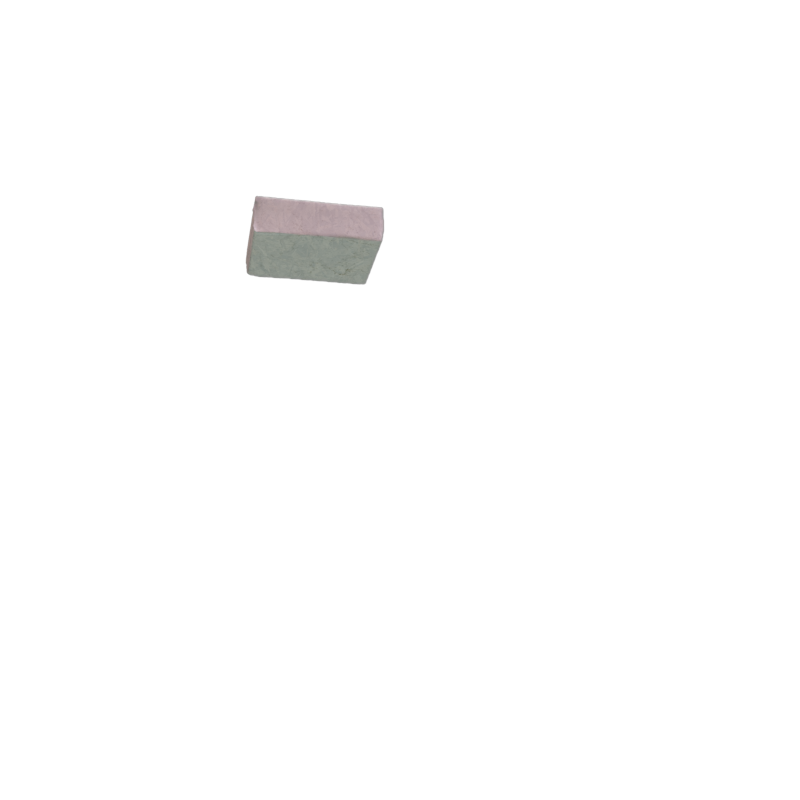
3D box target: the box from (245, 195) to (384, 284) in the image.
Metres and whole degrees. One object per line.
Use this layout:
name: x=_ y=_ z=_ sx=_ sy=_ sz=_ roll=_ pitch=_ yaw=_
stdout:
box: x=-0.076 y=-0.139 z=0.971 sx=0.112 sy=0.041 sz=0.086 roll=3 pitch=-22 yaw=-8
